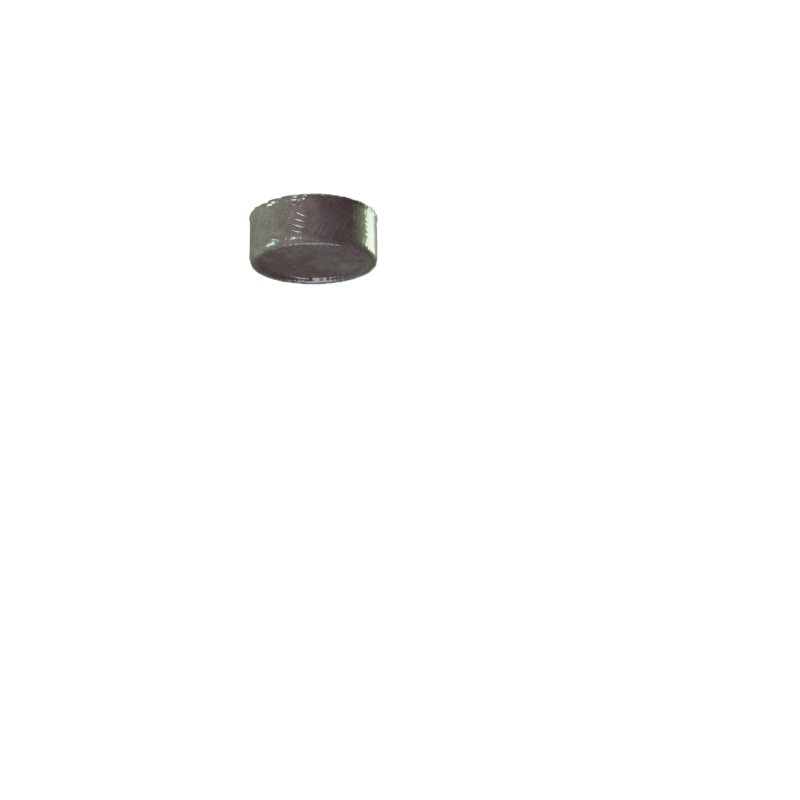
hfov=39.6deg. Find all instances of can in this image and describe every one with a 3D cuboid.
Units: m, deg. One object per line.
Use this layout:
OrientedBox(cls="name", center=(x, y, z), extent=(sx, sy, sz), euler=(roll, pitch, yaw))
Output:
OrientedBox(cls="can", center=(-0.057, -0.105, 0.734), extent=(0.086, 0.035, 0.083), euler=(0, -14, -2))
